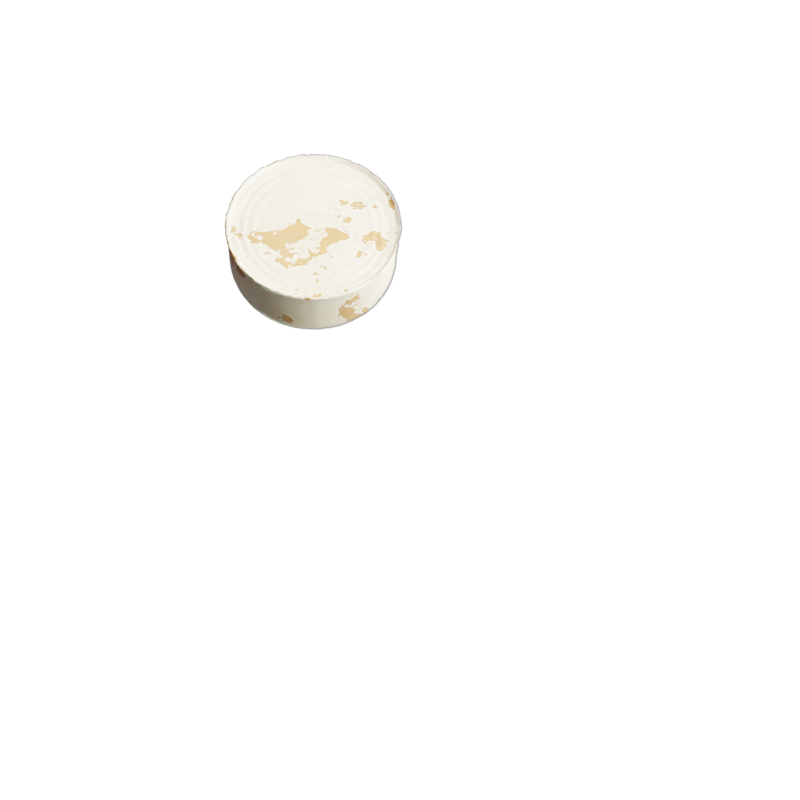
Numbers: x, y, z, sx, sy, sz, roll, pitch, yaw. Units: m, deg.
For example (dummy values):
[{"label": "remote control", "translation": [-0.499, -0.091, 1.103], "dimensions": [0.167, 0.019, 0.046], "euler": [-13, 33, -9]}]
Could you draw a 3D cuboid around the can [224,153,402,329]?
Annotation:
[{"label": "can", "translation": [-0.043, -0.078, 0.550], "dimensions": [0.086, 0.092, 0.031], "euler": [-1, -31, -1]}]
